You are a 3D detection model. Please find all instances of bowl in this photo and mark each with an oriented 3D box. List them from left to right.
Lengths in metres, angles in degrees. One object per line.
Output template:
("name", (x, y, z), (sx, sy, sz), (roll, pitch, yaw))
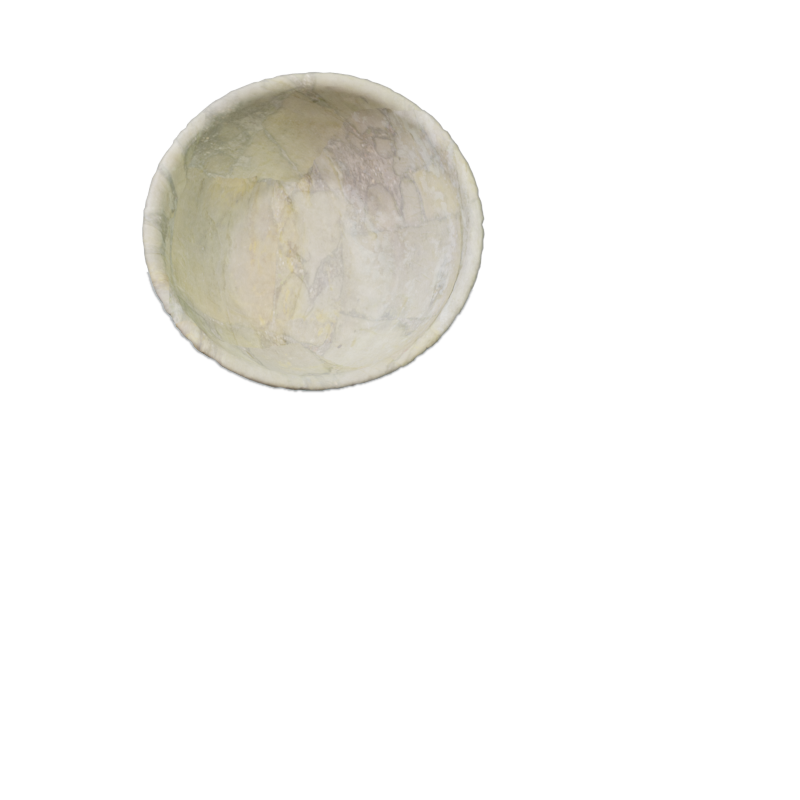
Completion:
("bowl", (-0.043, -0.078, 0.547), (0.162, 0.170, 0.053), (-1, -19, -1))
